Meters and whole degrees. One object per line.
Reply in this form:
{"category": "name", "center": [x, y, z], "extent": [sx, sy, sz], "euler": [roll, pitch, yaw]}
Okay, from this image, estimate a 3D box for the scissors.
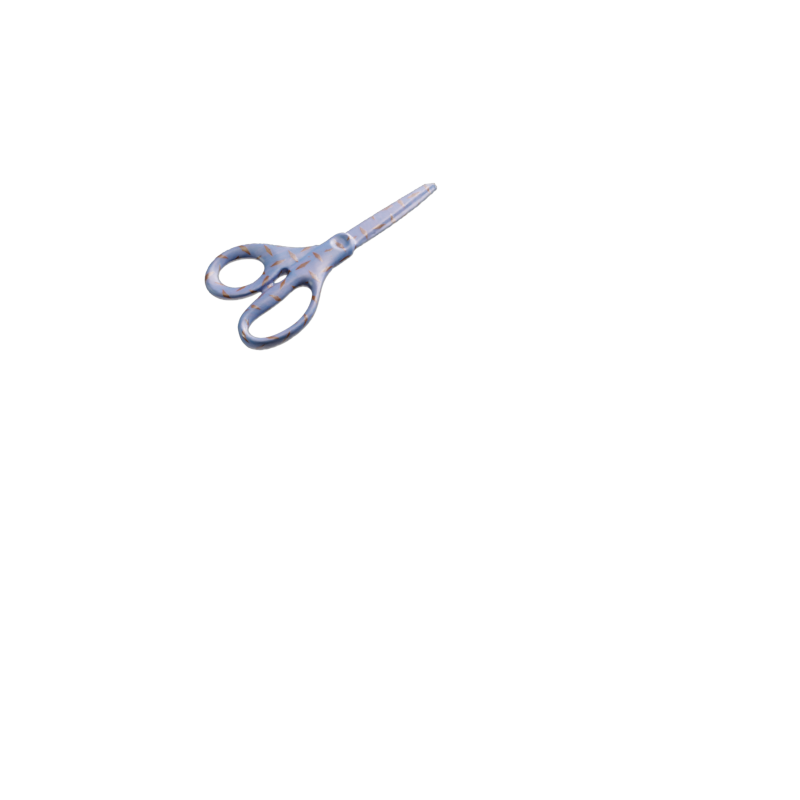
{"category": "scissors", "center": [-0.065, -0.118, 0.828], "extent": [0.100, 0.207, 0.015], "euler": [27, -31, 18]}
